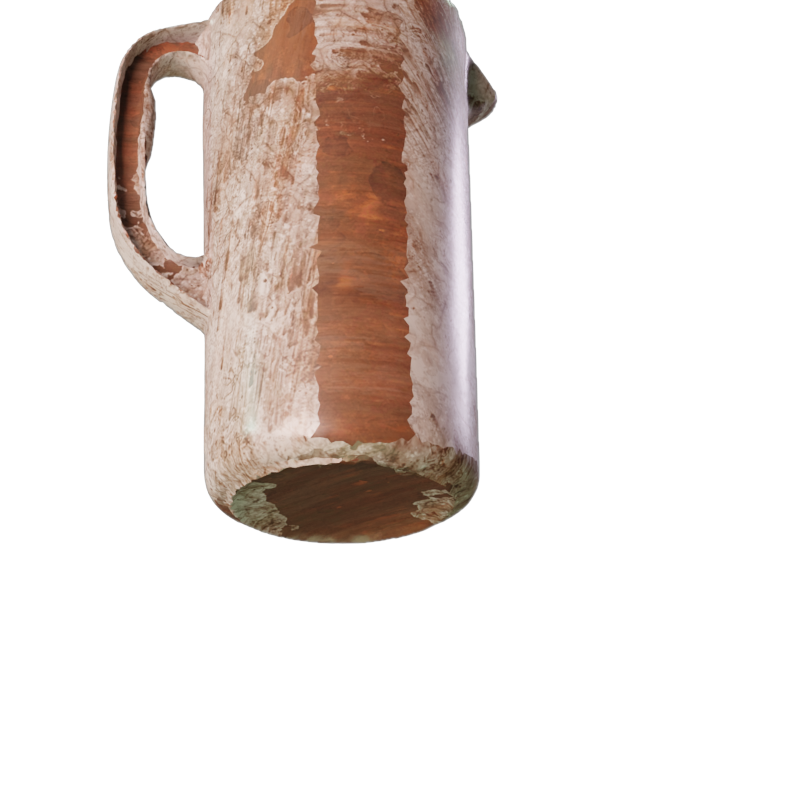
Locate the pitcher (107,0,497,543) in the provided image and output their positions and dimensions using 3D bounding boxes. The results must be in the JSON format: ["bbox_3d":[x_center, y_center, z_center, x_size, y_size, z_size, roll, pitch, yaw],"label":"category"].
[{"bbox_3d":[-0.039,-0.070,0.493,0.151,0.259,0.134,-17,-34,23],"label":"pitcher"}]
